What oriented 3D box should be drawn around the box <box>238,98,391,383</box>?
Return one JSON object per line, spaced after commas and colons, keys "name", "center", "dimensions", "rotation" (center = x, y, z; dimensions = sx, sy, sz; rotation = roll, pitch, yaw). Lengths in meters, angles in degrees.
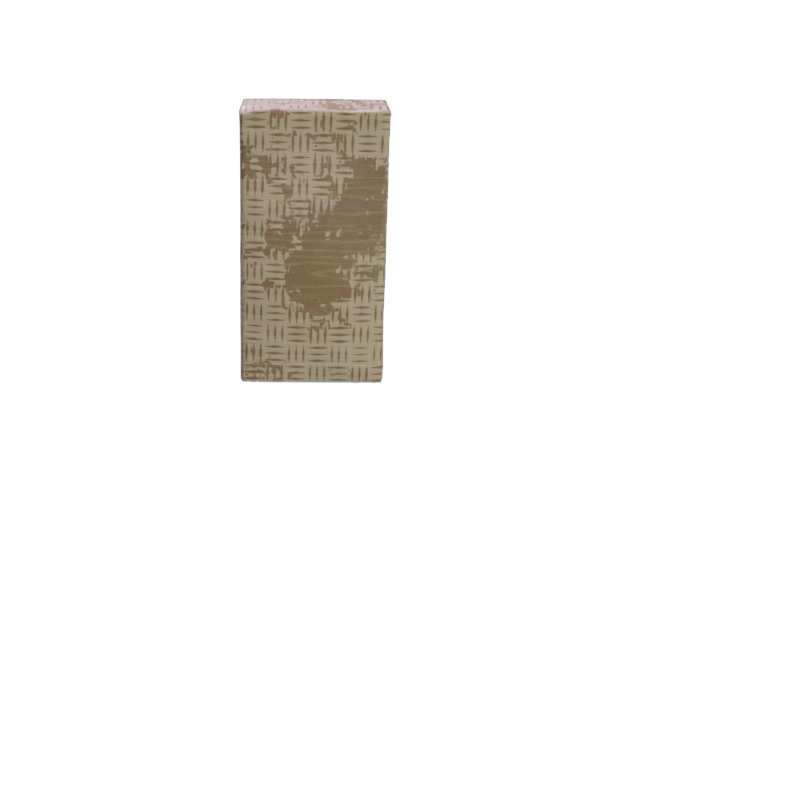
{"name": "box", "center": [-0.055, -0.099, 0.697], "dimensions": [0.093, 0.169, 0.050], "rotation": [0, 20, -2]}
